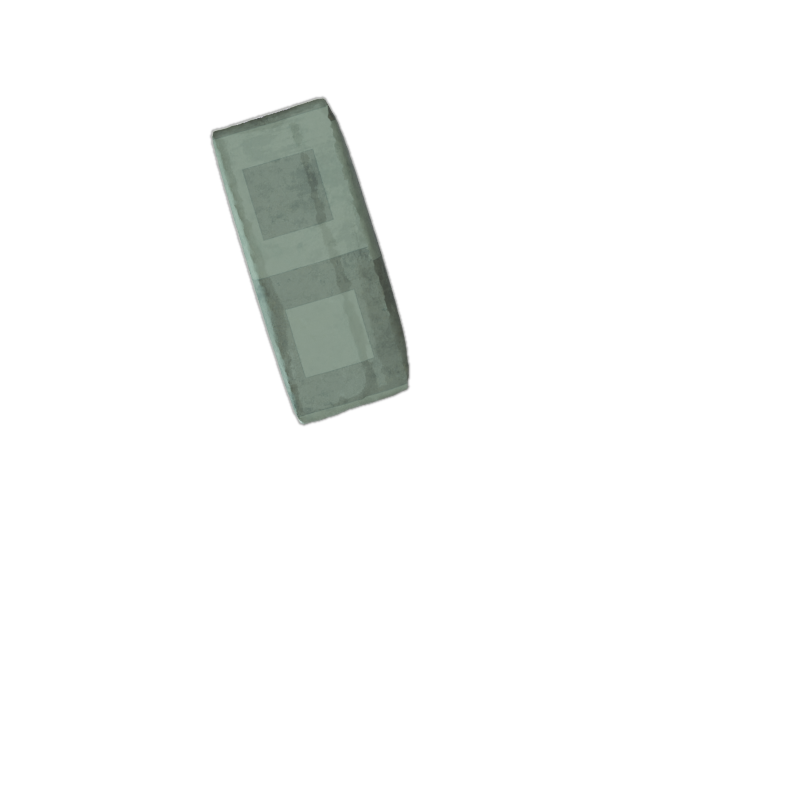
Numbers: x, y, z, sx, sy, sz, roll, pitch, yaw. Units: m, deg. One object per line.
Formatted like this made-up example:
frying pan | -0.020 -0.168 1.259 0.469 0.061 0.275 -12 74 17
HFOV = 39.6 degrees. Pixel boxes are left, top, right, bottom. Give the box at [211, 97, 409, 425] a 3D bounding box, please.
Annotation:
box | -0.053 -0.097 0.678 0.072 0.161 0.219 -17 11 0
